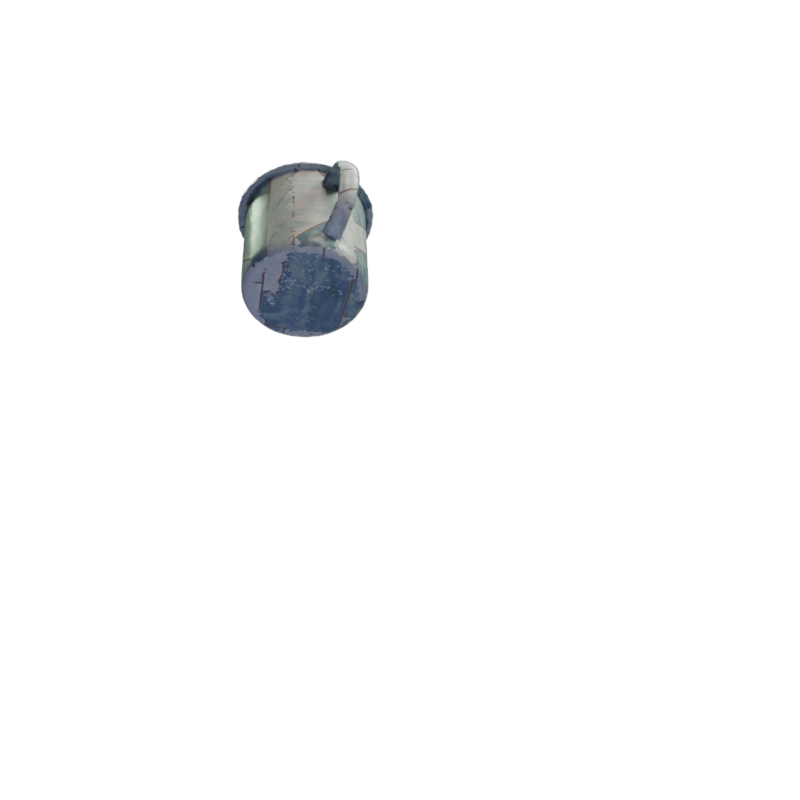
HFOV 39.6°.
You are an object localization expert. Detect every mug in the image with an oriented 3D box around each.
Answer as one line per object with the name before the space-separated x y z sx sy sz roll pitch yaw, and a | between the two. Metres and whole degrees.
mug | -0.057 -0.103 0.724 0.090 0.087 0.113 22 -52 -21
